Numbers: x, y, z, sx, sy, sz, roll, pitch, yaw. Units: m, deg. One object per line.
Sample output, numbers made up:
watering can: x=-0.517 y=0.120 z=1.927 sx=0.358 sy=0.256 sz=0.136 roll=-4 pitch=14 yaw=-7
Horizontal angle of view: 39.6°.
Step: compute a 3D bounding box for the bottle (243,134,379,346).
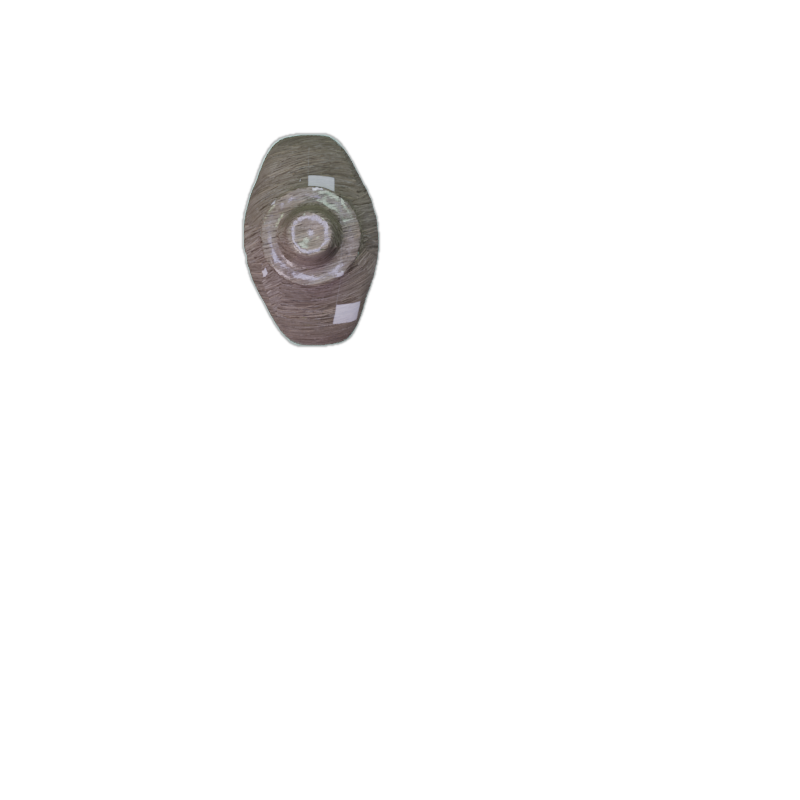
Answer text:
bottle: x=-0.041 y=-0.074 z=0.518 sx=0.058 sy=0.096 sz=0.193 roll=-2 pitch=5 yaw=-4
